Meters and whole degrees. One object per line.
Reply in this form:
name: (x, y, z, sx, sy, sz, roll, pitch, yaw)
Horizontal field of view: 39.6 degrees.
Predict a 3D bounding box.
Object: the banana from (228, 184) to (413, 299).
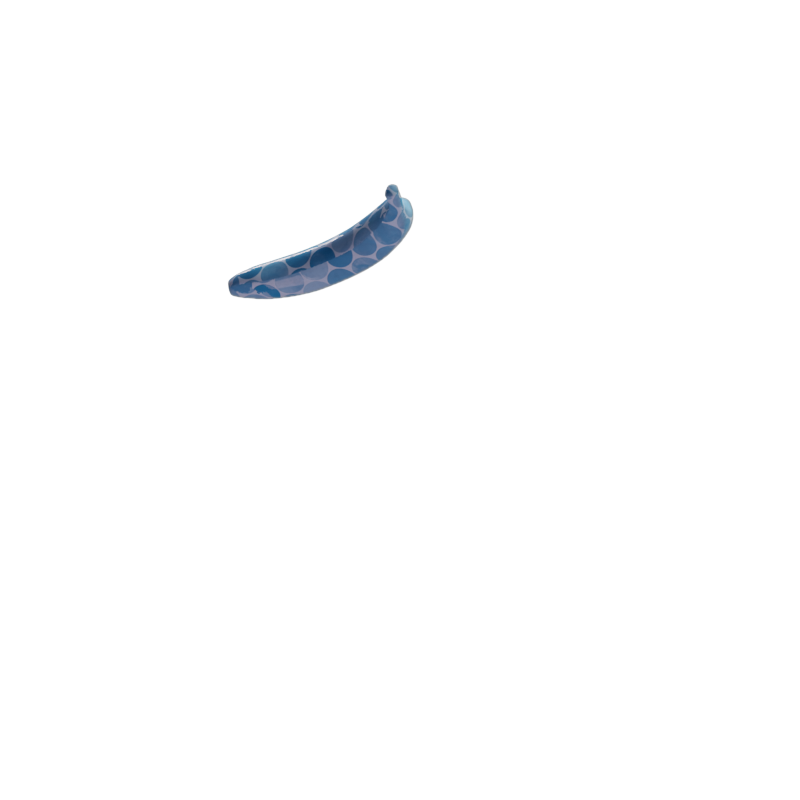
banana: (-0.057, -0.126, 0.925, 0.198, 0.039, 0.065, -26, -41, 34)
